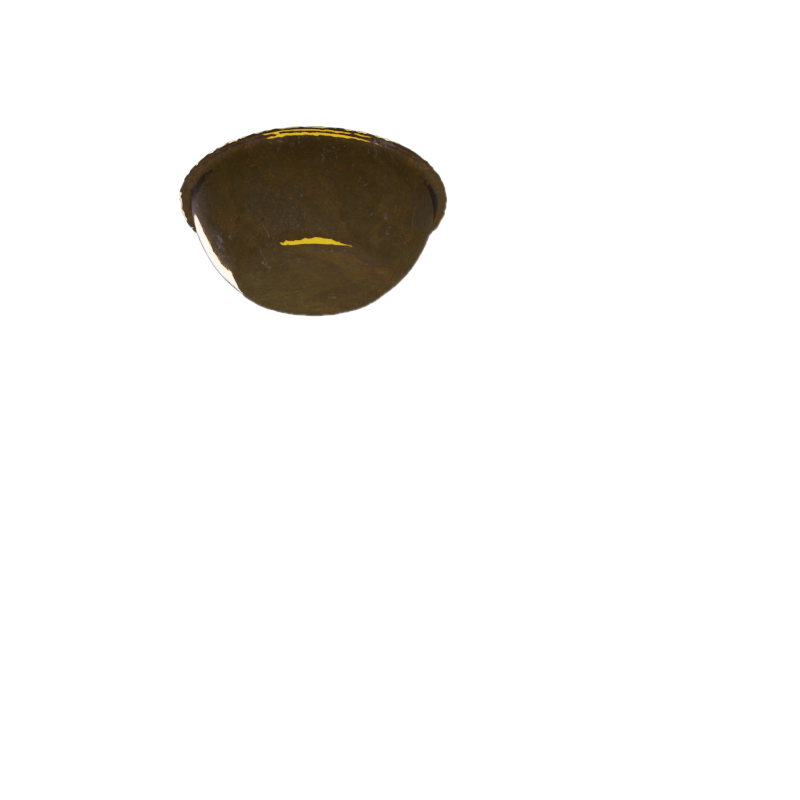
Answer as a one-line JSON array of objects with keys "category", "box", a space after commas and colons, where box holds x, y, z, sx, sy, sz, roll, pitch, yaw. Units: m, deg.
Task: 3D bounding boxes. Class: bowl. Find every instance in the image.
[{"category": "bowl", "box": [-0.052, -0.094, 0.658, 0.162, 0.058, 0.153, 1, -25, -2]}]
